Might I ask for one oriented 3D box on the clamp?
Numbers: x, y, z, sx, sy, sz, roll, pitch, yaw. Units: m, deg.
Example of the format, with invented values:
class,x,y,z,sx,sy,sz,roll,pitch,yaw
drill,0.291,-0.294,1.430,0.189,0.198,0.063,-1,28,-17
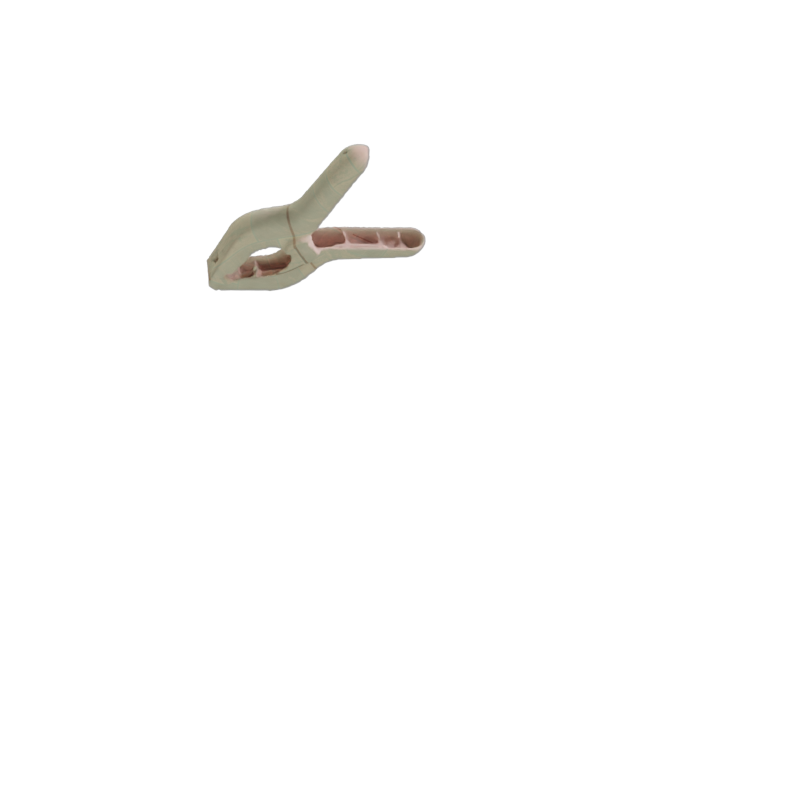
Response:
class,x,y,z,sx,sy,sz,roll,pitch,yaw
clamp,-0.068,-0.123,0.865,0.172,0.042,0.111,-25,-49,23
